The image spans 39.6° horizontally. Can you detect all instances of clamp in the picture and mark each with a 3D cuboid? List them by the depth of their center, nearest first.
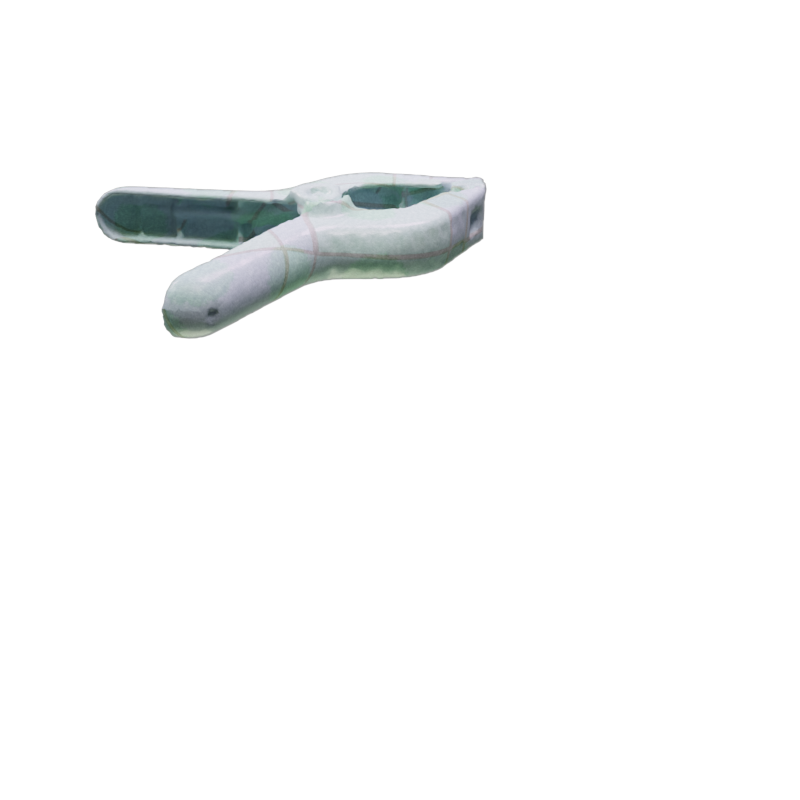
[{"bbox_3d":[-0.036,-0.066,0.461,0.169,0.037,0.129,-9,36,-13],"label":"clamp"}]
